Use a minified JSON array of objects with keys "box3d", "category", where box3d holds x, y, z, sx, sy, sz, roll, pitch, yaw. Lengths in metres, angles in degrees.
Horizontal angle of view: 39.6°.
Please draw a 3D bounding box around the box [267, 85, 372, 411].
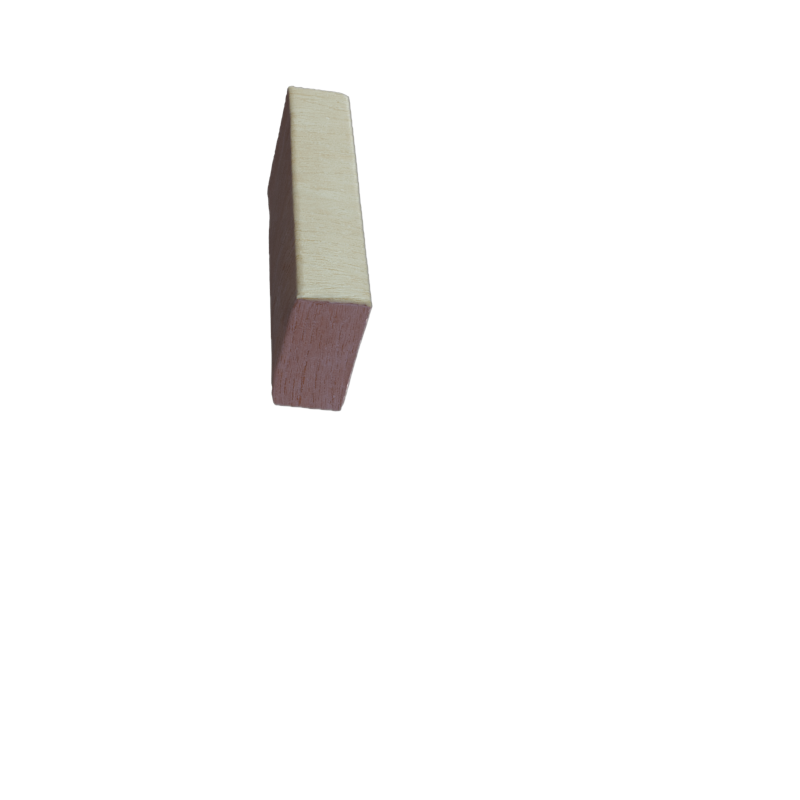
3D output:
[{"box3d":[-0.050,-0.092,0.642,0.047,0.189,0.088,6,-42,-12],"category":"box"}]
